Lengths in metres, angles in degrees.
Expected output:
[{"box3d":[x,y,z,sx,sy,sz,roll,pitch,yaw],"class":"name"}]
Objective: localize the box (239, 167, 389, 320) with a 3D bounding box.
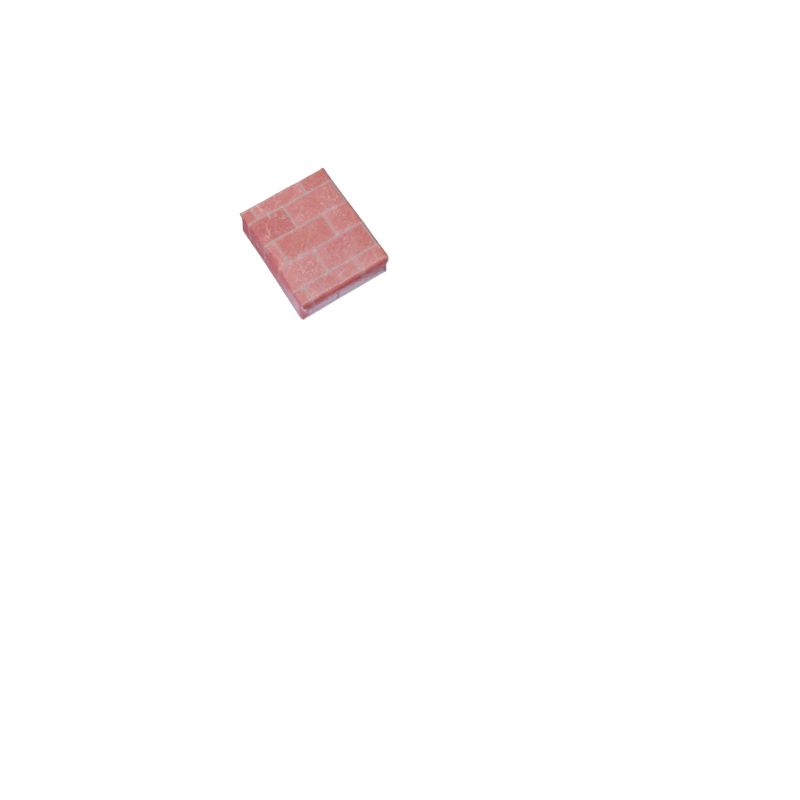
[{"box3d":[-0.063,-0.114,0.801,0.073,0.094,0.029,-30,-20,-13],"class":"box"}]
